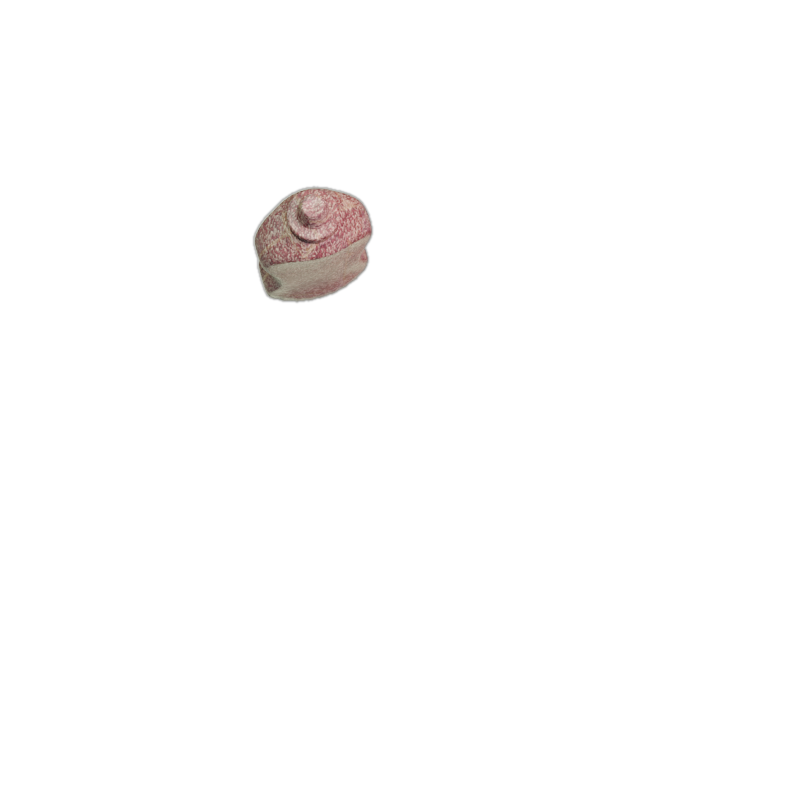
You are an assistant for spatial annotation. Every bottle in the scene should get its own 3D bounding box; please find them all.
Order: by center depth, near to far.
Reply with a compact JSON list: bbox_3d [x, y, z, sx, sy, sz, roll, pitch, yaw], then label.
[{"bbox_3d":[-0.072,-0.131,0.914,0.096,0.060,0.187,-15,-7,-6],"label":"bottle"}]
